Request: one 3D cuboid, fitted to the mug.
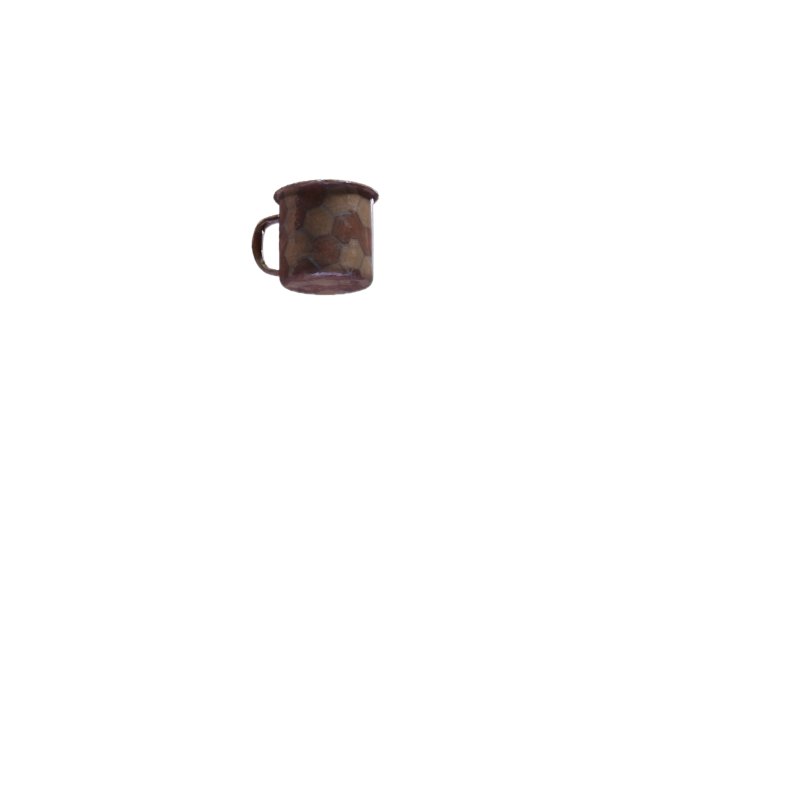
[{"bbox_3d":[-0.075,-0.138,0.964,0.119,0.084,0.088,-4,-12,19],"label":"mug"}]
